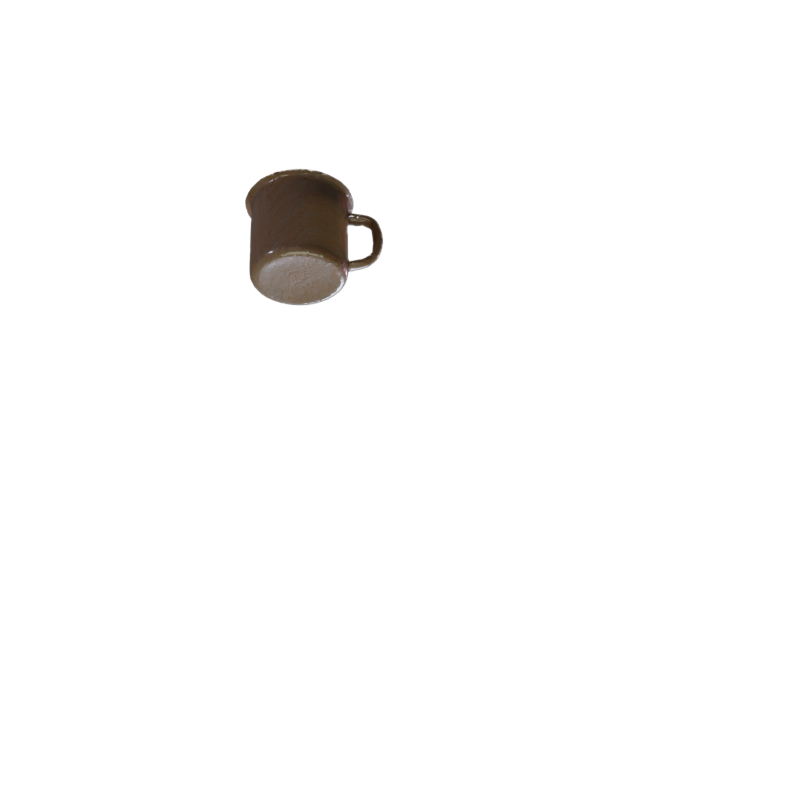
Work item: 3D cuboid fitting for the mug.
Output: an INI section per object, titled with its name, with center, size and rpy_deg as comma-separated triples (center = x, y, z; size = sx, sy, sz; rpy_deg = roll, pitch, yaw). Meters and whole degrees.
[mug]
center = -0.073, -0.133, 0.930
size = 0.116, 0.087, 0.088
rpy_deg = 3, -33, -6
